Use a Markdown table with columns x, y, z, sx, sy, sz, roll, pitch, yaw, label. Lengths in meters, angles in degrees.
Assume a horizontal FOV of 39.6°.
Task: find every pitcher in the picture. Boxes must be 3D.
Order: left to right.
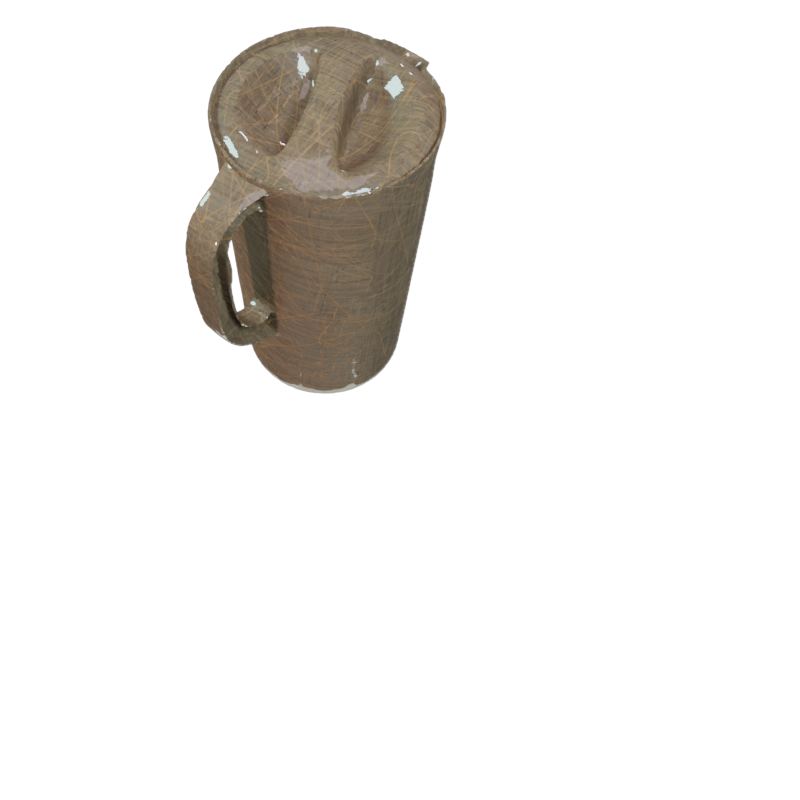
| x | y | z | sx | sy | sz | roll | pitch | yaw | label |
| --- | --- | --- | --- | --- | --- | --- | --- | --- | --- |
| -0.055 | -0.100 | 0.704 | 0.148 | 0.155 | 0.227 | -3 | -33 | -5 | pitcher |
